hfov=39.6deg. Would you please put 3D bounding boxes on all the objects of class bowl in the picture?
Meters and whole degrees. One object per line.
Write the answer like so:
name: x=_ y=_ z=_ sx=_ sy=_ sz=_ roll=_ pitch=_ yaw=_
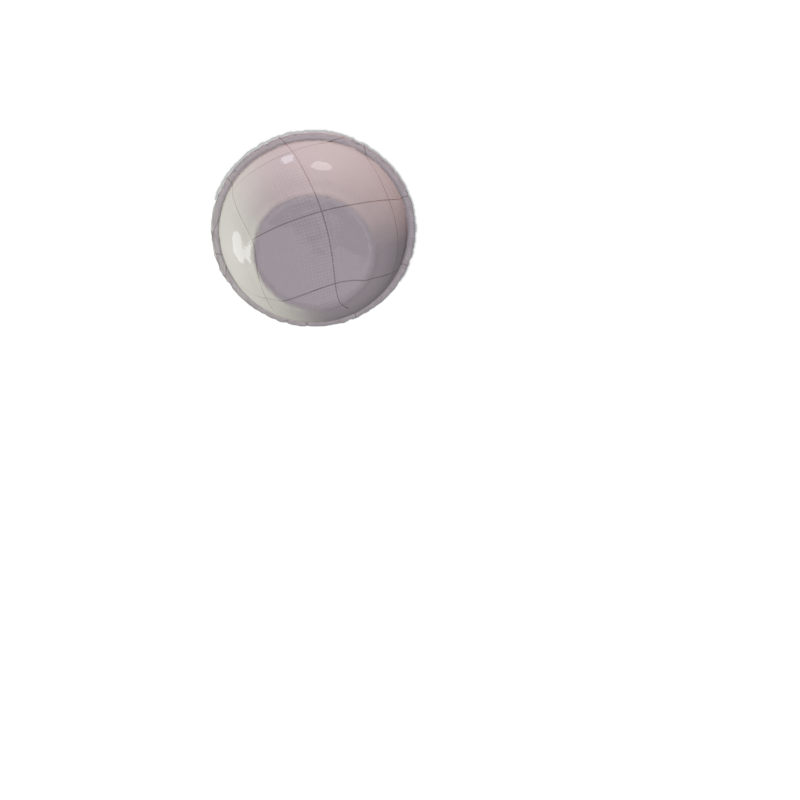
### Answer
bowl: x=-0.066 y=-0.121 z=0.848 sx=0.162 sy=0.155 sz=0.058 roll=1 pitch=20 yaw=-1
